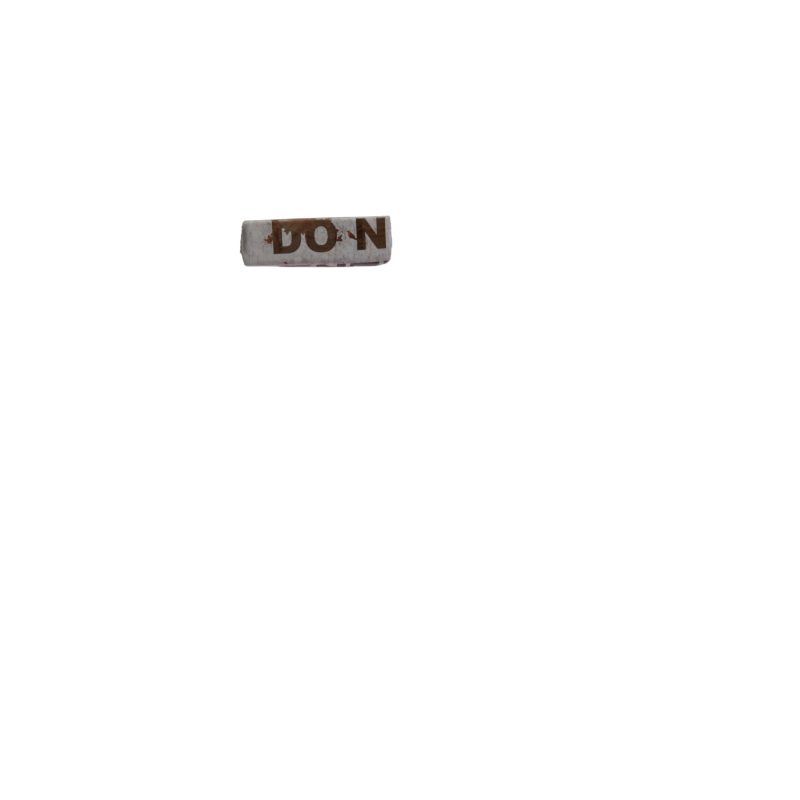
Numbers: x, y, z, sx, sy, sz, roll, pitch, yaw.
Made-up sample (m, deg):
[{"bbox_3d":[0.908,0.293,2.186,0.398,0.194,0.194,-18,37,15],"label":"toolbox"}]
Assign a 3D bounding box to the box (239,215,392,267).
[{"bbox_3d":[-0.067,-0.123,0.861,0.113,0.039,0.091,-1,7,-5],"label":"box"}]
